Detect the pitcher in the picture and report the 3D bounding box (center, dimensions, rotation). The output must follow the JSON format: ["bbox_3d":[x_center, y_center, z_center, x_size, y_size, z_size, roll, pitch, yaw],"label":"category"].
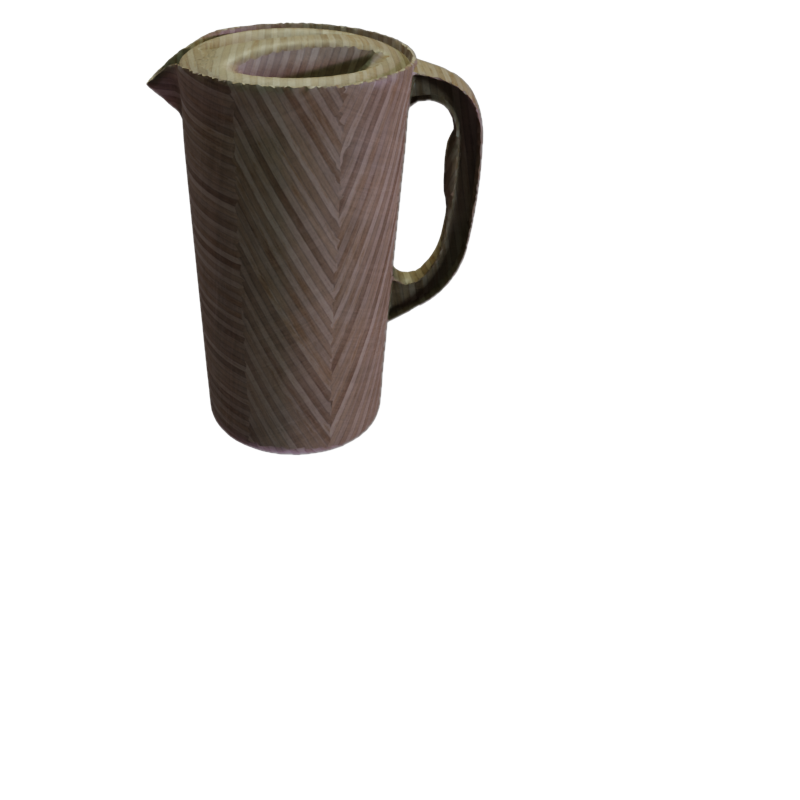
[{"bbox_3d":[-0.051,-0.094,0.655,0.143,0.230,0.159,-22,36,-38],"label":"pitcher"}]
